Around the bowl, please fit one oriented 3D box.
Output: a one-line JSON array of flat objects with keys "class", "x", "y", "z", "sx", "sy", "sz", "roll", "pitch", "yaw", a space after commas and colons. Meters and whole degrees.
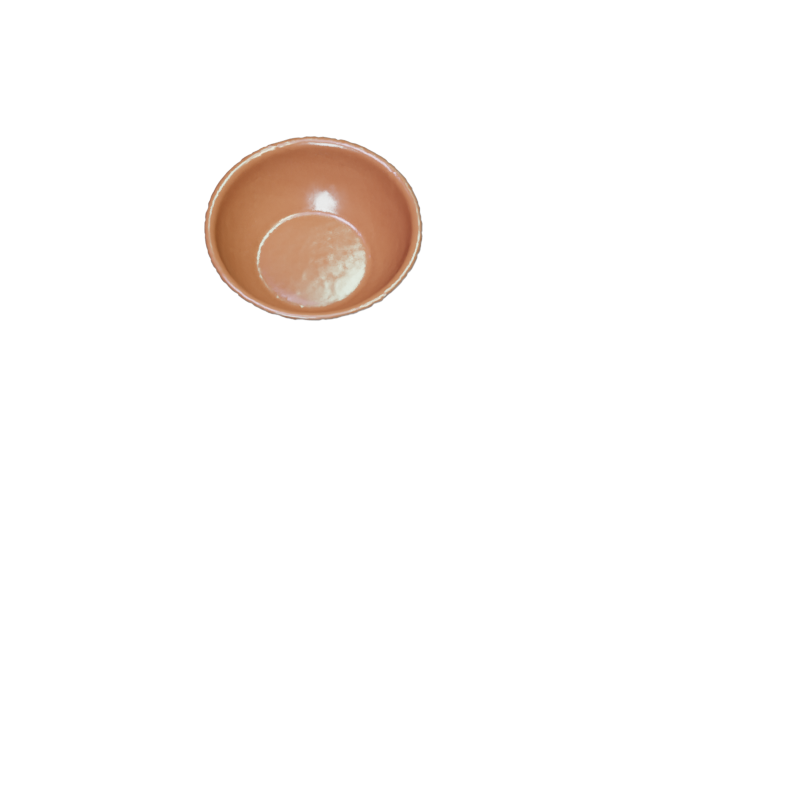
[{"class": "bowl", "x": -0.066, "y": -0.120, "z": 0.838, "sx": 0.162, "sy": 0.173, "sz": 0.052, "roll": -1, "pitch": -30, "yaw": -1}]
